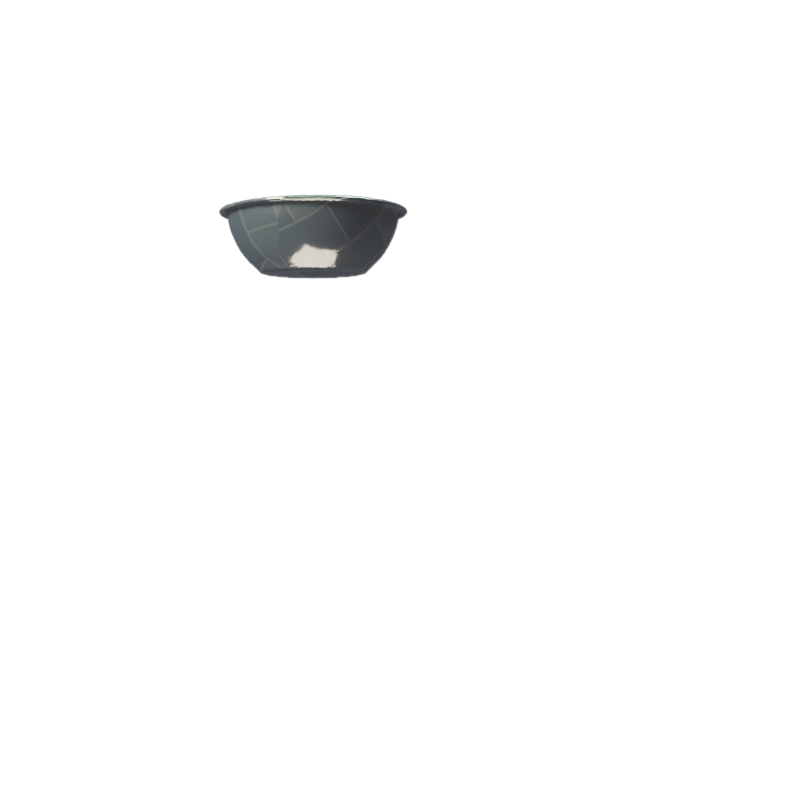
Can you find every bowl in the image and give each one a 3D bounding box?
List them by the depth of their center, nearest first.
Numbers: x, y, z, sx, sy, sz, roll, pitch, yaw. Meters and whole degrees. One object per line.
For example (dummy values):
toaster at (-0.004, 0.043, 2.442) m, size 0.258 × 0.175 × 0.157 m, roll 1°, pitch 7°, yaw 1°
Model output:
bowl at (-0.074, -0.135, 0.949) m, size 0.162 × 0.056 × 0.161 m, roll 0°, pitch 0°, yaw -2°
